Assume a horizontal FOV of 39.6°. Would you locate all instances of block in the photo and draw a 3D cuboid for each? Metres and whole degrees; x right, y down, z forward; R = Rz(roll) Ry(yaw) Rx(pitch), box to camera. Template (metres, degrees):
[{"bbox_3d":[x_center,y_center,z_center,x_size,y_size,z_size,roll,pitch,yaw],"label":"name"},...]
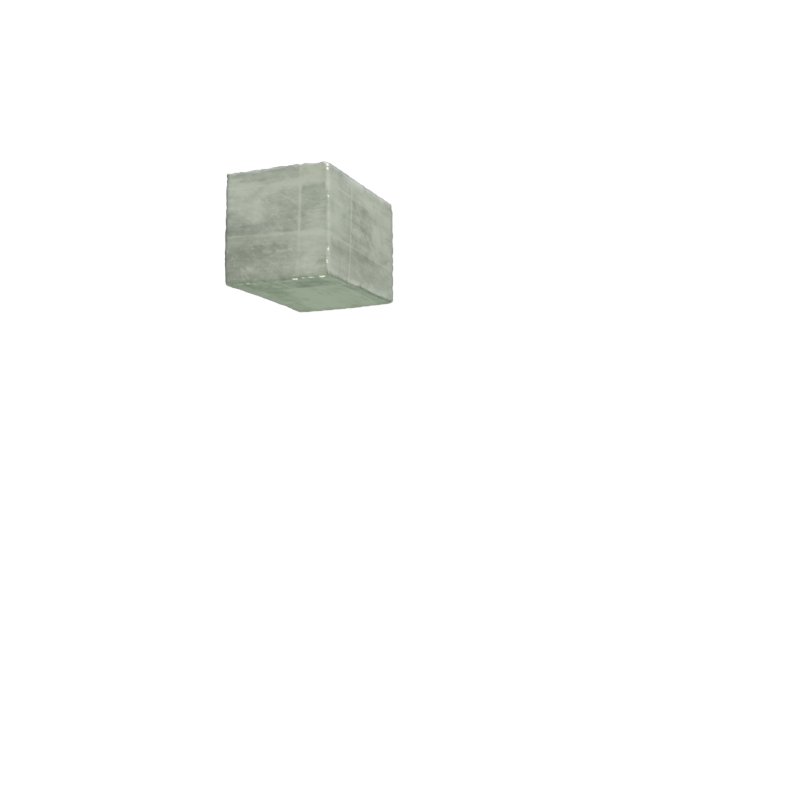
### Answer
[{"bbox_3d":[-0.040,-0.073,0.514,0.054,0.053,0.074,-4,-9,21],"label":"block"}]
